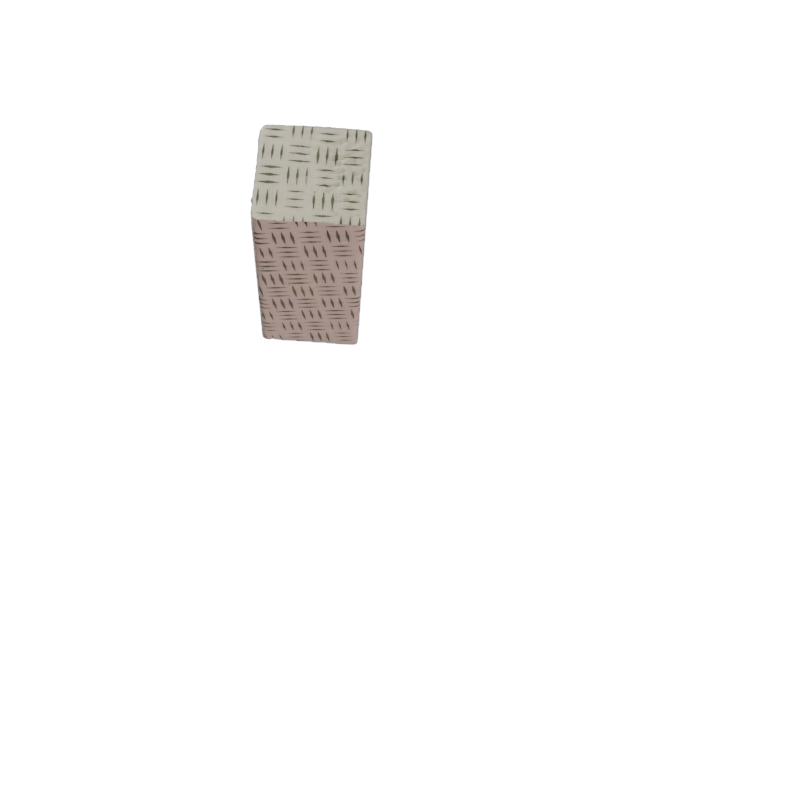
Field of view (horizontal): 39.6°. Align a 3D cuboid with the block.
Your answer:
[{"bbox_3d":[-0.074,-0.134,0.936,0.090,0.096,0.195,4,-25,-2],"label":"block"}]
